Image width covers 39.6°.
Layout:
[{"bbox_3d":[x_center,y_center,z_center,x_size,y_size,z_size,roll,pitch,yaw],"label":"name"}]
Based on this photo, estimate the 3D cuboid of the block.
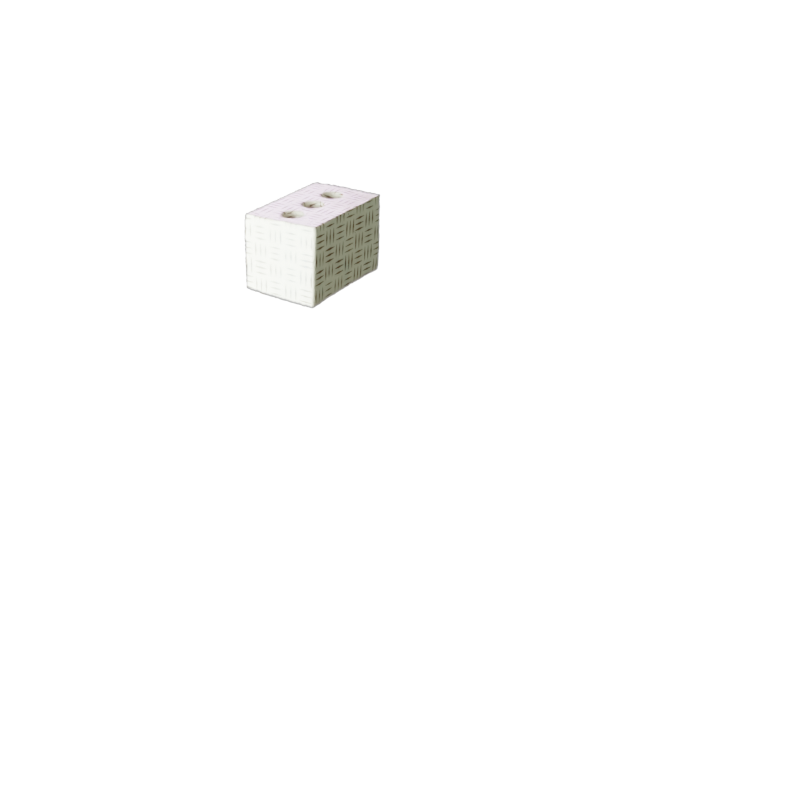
[{"bbox_3d":[-0.054,-0.099,0.693,0.055,0.049,0.078,15,29,27],"label":"block"}]
